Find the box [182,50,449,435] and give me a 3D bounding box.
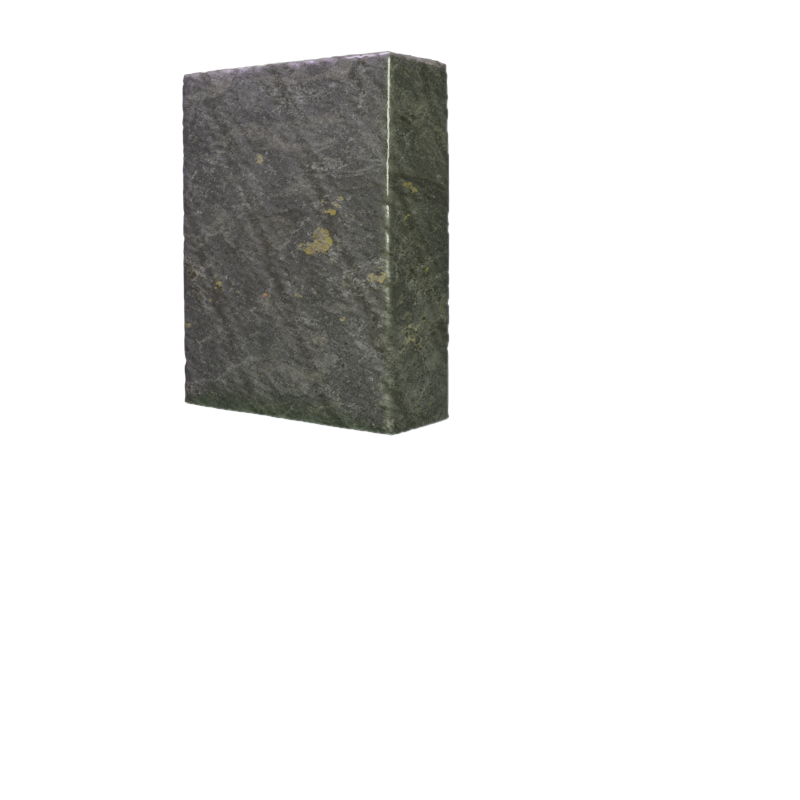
[{"bbox_3d":[-0.053,-0.097,0.682,0.171,0.213,0.069,4,4,37],"label":"box"}]
